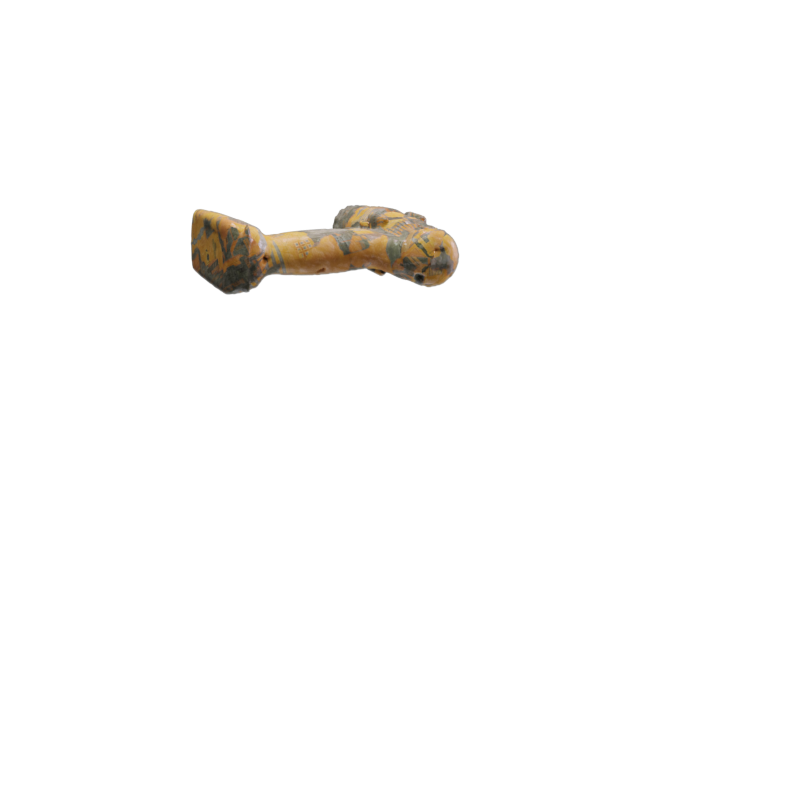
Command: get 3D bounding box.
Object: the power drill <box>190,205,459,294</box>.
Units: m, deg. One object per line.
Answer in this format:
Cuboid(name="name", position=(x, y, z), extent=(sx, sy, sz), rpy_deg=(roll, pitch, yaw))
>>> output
Cuboid(name="power drill", position=(-0.070, -0.128, 0.898), extent=(0.183, 0.056, 0.194), rpy_deg=(-7, 17, -23))
